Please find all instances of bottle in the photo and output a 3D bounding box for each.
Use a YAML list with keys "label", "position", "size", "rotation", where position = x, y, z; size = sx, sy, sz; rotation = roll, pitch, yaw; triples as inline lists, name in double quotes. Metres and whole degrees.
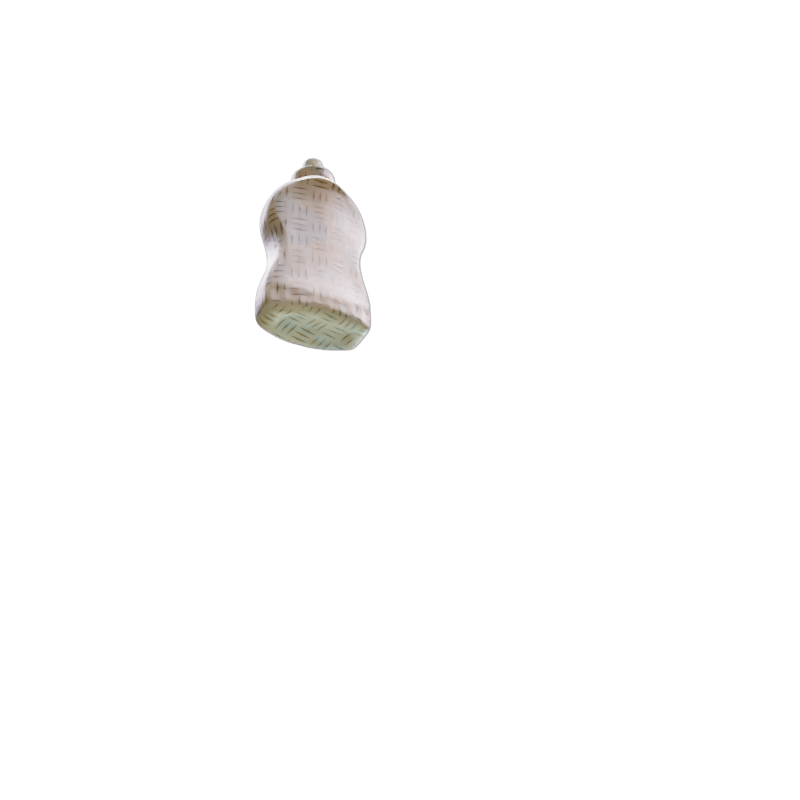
- label: "bottle"
  position: [-0.076, -0.138, 0.972]
  size: [0.093, 0.205, 0.056]
  rotation: [12, -39, -19]
